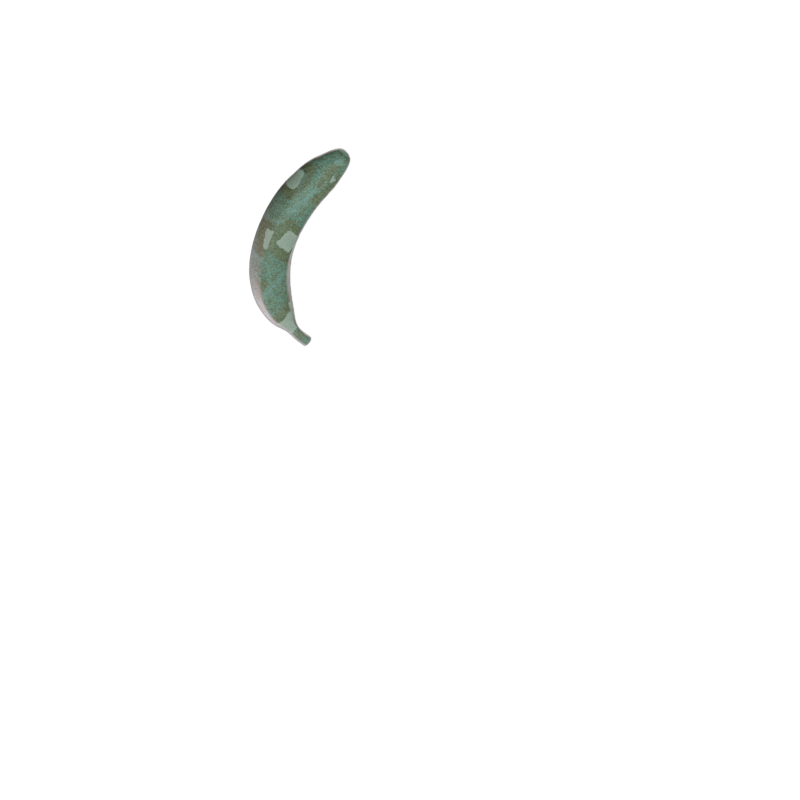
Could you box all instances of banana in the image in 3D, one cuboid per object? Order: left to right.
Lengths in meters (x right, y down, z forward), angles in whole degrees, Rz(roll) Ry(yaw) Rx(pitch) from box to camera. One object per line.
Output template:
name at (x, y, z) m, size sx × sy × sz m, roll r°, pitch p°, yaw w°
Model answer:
banana at (-0.096, -0.141, 0.989) m, size 0.069 × 0.188 × 0.039 m, roll 10°, pitch 31°, yaw -8°
